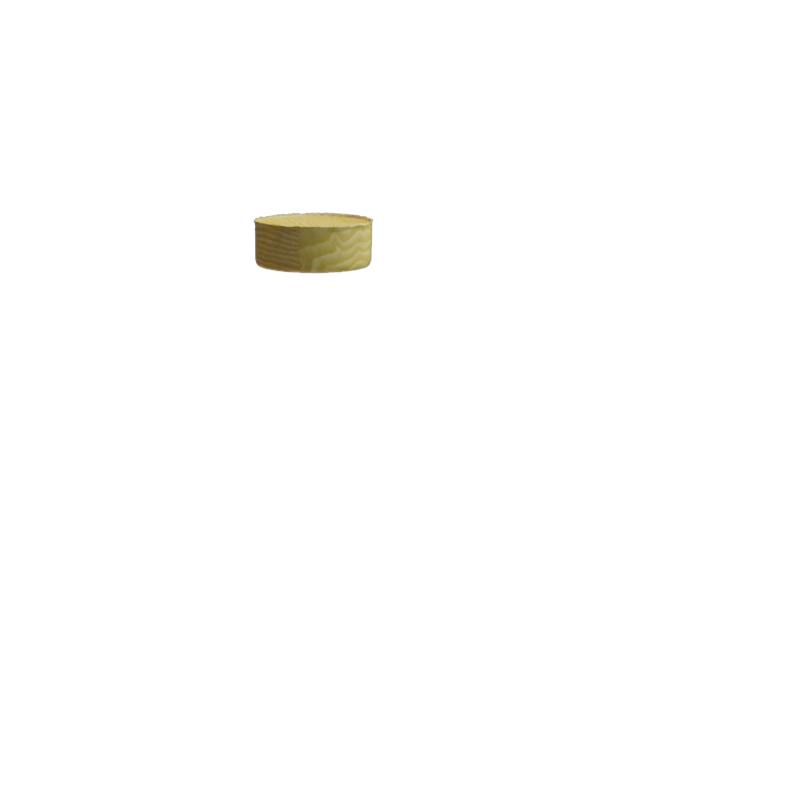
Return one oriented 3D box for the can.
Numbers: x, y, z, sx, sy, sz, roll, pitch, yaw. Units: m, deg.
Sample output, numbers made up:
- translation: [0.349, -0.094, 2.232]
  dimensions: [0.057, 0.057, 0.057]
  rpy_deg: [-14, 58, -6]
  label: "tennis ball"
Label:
- translation: [-0.063, -0.114, 0.801]
  dimensions: [0.086, 0.033, 0.088]
  rpy_deg: [0, 15, -2]
  label: "can"
